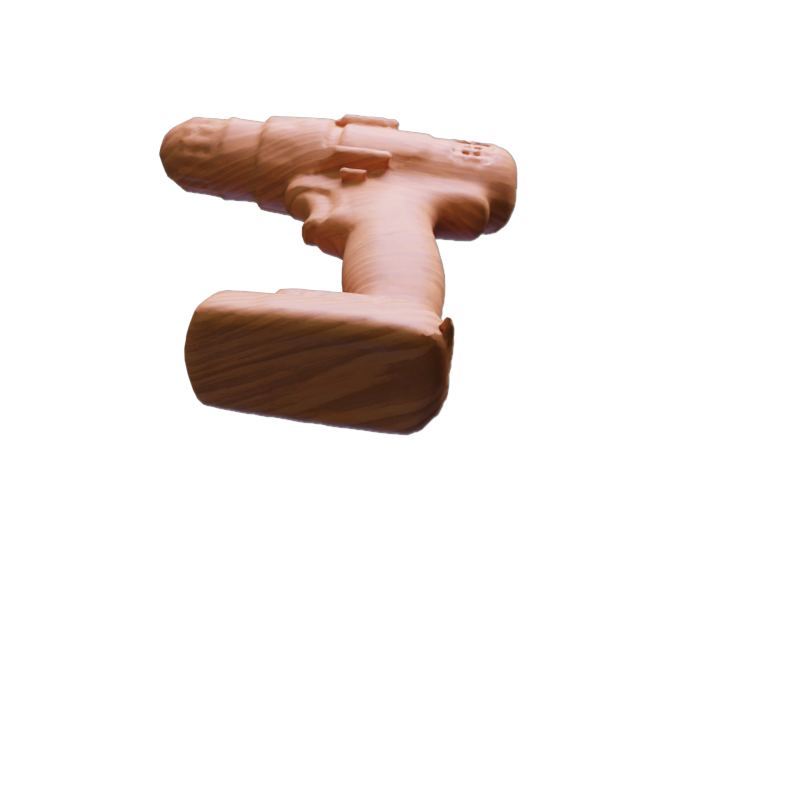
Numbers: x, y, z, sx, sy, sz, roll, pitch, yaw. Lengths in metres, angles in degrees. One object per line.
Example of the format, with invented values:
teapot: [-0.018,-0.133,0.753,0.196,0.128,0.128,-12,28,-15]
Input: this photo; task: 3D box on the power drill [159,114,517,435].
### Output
power drill: [-0.040,-0.073,0.513,0.186,0.054,0.199,5,40,6]
